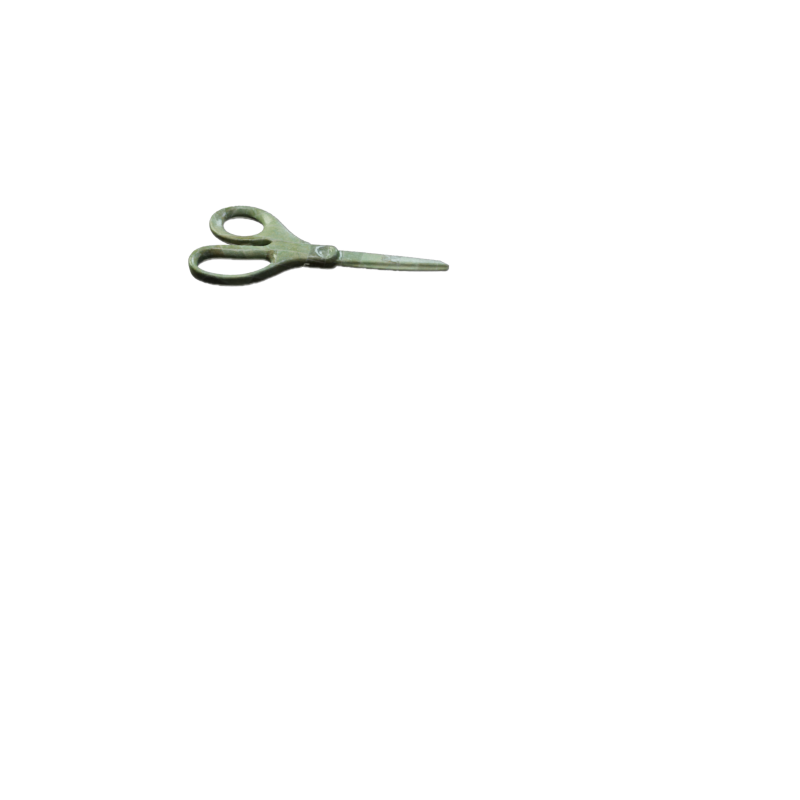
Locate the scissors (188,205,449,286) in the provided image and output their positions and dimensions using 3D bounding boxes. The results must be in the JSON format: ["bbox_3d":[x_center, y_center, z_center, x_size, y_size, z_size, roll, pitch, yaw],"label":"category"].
[{"bbox_3d":[-0.070,-0.127,0.891,0.200,0.104,0.015,-7,-44,-6],"label":"scissors"}]
